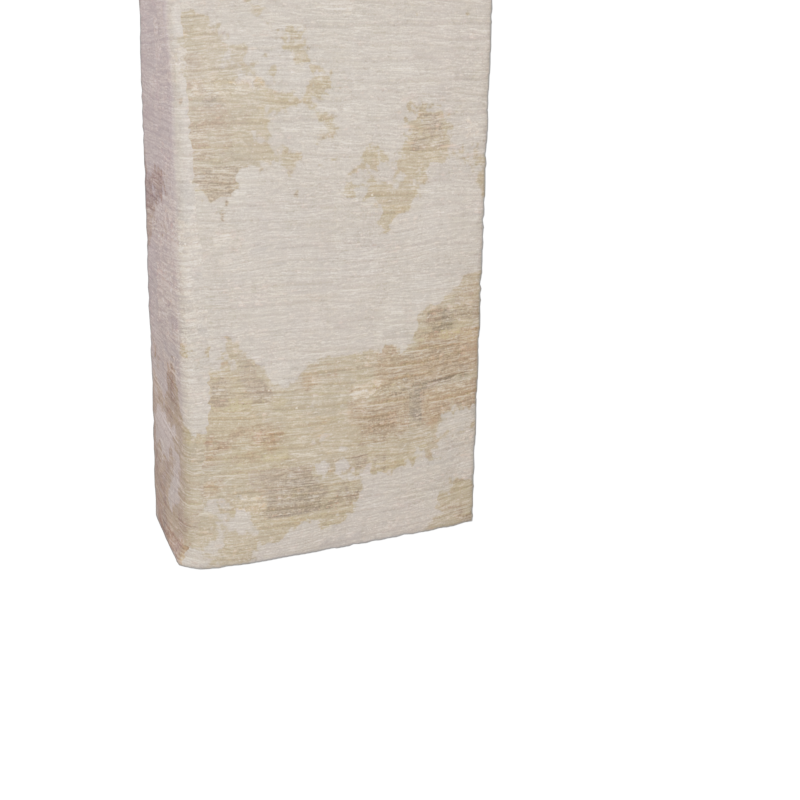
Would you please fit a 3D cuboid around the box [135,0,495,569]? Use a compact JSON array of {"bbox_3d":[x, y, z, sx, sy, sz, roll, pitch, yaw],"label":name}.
[{"bbox_3d":[-0.025,-0.046,0.318,0.091,0.171,0.051,-5,13,-23],"label":"box"}]
